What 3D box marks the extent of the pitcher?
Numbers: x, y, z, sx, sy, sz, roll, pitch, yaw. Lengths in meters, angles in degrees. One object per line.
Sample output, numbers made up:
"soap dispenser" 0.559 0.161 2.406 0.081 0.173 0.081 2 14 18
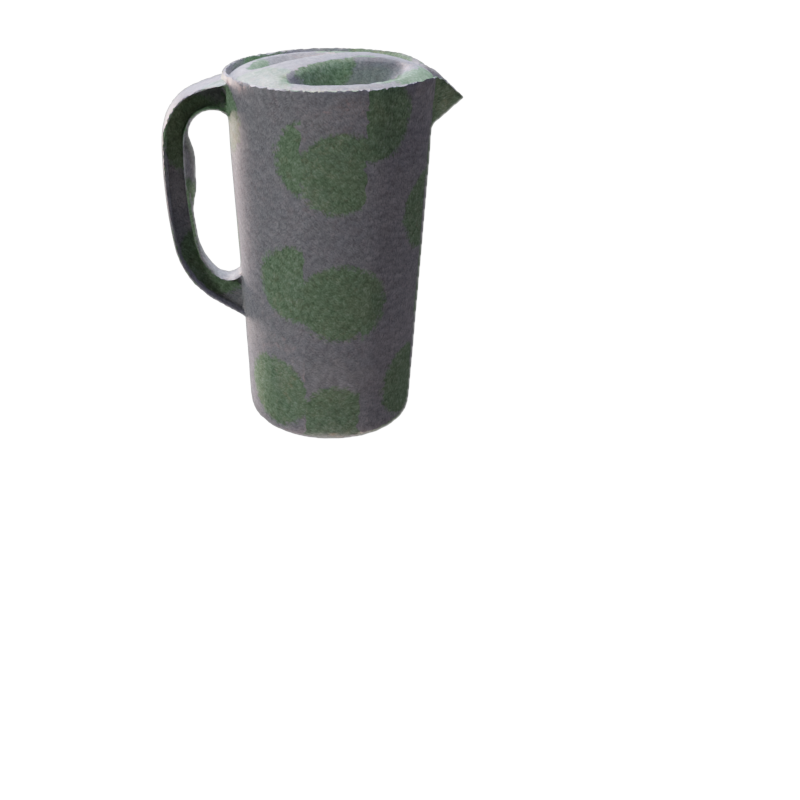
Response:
"pitcher" -0.057 -0.103 0.723 0.157 0.232 0.144 17 27 32
